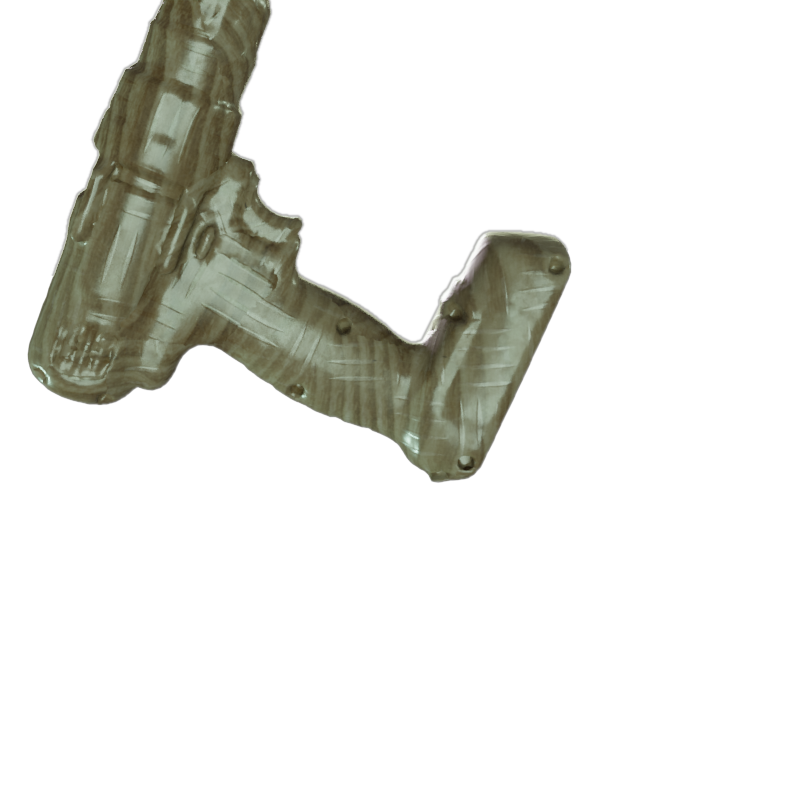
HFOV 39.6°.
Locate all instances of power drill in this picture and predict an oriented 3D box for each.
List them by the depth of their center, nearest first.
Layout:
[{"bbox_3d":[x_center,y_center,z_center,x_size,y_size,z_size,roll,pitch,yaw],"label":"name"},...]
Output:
[{"bbox_3d":[-0.034,-0.062,0.437,0.186,0.181,0.059,22,11,-5],"label":"power drill"}]
